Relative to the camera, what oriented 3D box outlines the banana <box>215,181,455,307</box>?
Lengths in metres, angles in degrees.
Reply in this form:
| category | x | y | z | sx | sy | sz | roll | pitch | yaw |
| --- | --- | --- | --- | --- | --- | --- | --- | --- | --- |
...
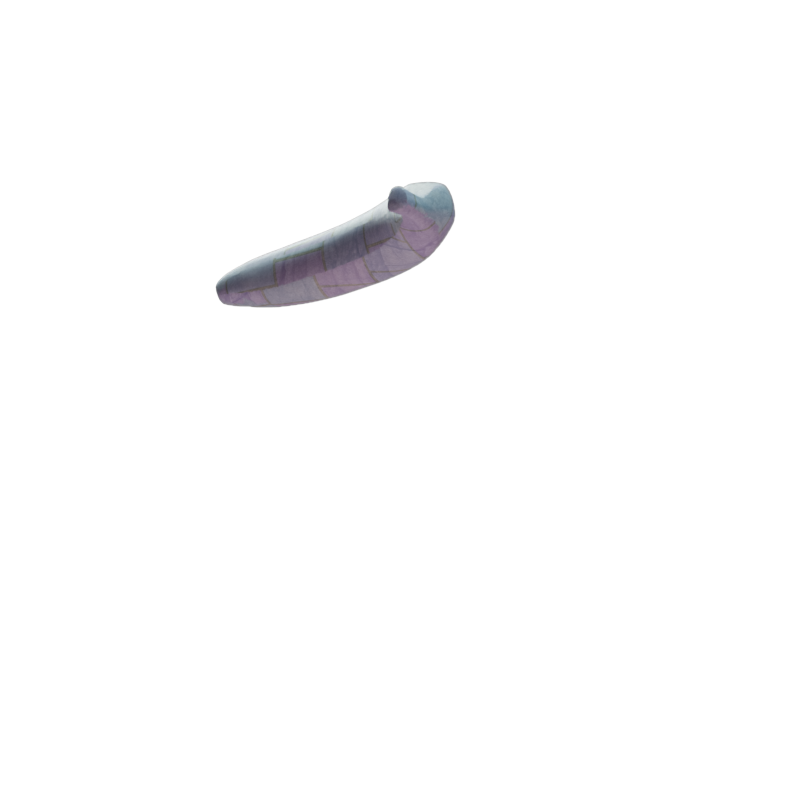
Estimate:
| category | x | y | z | sx | sy | sz | roll | pitch | yaw |
| --- | --- | --- | --- | --- | --- | --- | --- | --- | --- |
| banana | -0.029 | -0.083 | 0.598 | 0.066 | 0.038 | 0.199 | 9 | -15 | -32 |
